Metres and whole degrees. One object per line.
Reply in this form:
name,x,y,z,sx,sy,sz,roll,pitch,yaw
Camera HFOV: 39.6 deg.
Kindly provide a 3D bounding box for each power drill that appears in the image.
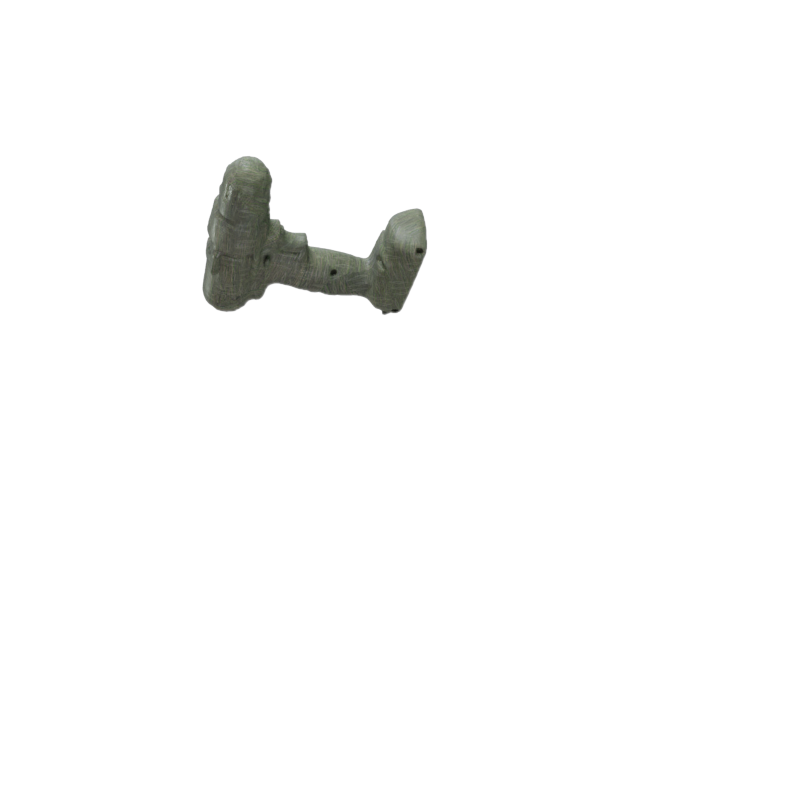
power drill,-0.076,-0.139,0.971,0.185,0.061,0.175,6,-33,-10
